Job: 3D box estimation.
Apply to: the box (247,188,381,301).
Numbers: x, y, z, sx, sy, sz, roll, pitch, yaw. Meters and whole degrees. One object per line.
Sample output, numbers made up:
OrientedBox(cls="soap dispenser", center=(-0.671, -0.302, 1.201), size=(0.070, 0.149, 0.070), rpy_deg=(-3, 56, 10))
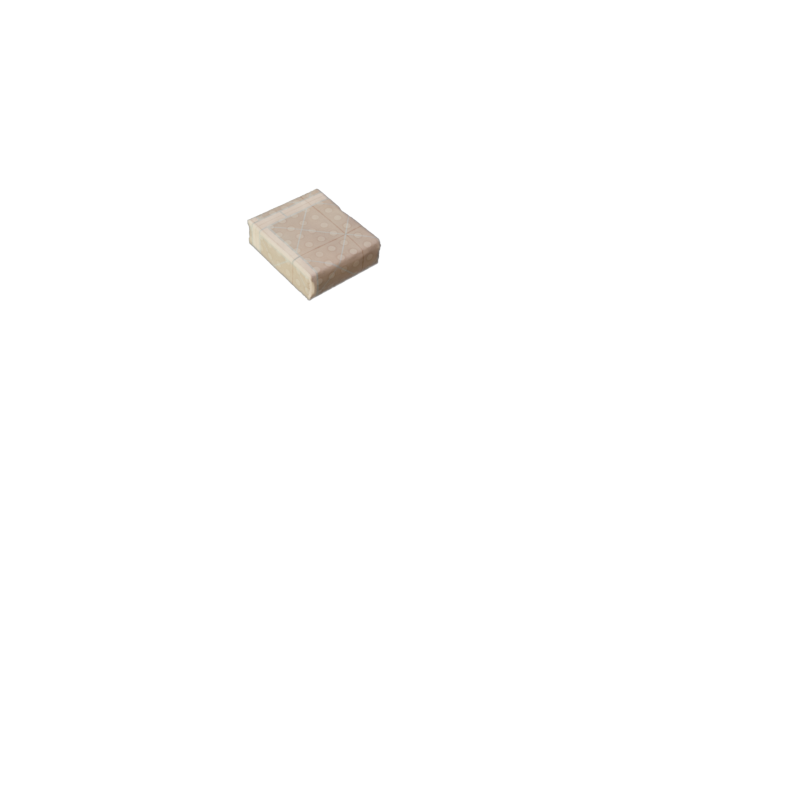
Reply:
OrientedBox(cls="box", center=(-0.071, -0.130, 0.914), size=(0.073, 0.028, 0.096), rpy_deg=(-28, 52, -26))
